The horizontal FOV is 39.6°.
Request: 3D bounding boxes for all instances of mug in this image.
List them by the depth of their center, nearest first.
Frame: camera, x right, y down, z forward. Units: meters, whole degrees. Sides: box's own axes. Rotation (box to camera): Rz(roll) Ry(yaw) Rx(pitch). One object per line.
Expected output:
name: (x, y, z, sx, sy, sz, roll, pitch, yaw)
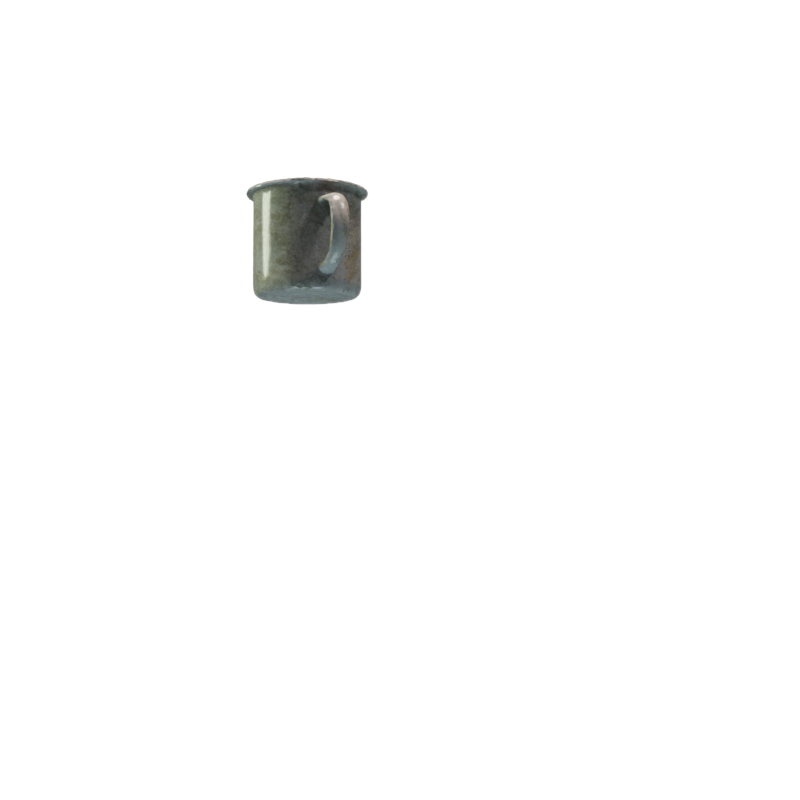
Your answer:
mug: (-0.065, -0.118, 0.828, 0.090, 0.083, 0.118, 3, -7, -26)
